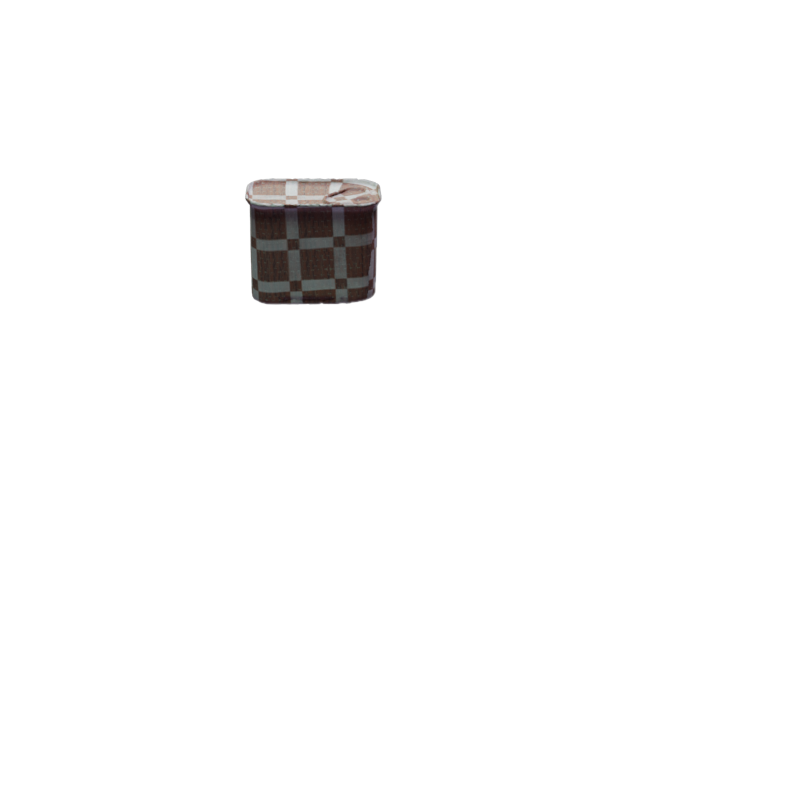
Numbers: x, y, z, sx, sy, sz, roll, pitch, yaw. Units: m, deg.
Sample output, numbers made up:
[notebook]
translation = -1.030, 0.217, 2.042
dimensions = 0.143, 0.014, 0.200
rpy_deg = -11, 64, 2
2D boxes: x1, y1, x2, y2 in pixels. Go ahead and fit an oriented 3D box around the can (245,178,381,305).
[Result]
[can]
translation = -0.066, -0.121, 0.849
dimensions = 0.102, 0.079, 0.061
rpy_deg = 0, 26, -2
